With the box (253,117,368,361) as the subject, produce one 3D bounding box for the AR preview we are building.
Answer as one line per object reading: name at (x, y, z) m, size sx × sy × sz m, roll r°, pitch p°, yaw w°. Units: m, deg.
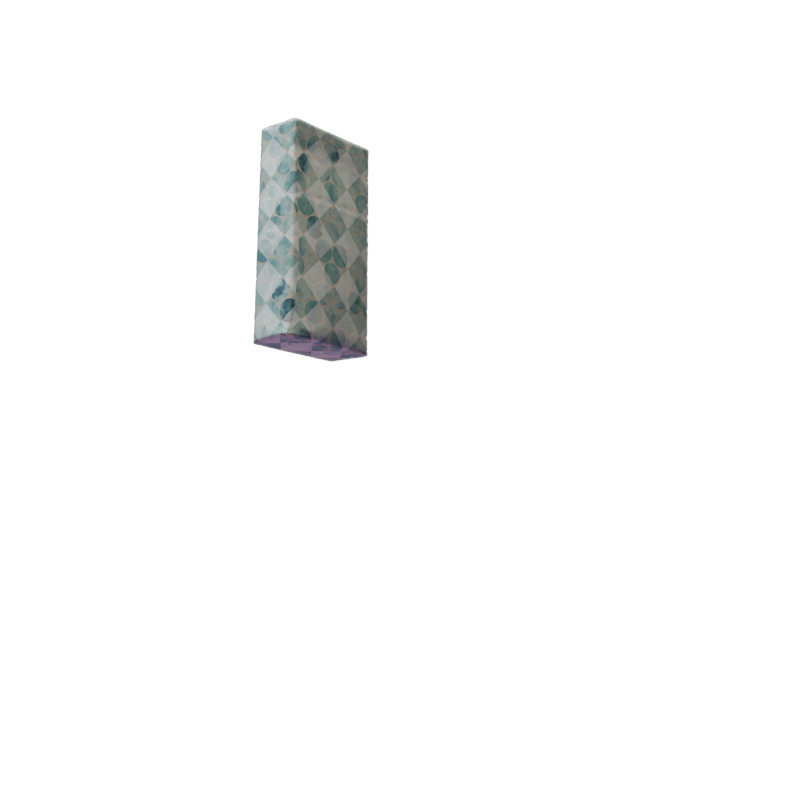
box at (-0.069, -0.126, 0.881) m, size 0.049 × 0.184 × 0.088 m, roll -16°, pitch -22°, yaw 38°
